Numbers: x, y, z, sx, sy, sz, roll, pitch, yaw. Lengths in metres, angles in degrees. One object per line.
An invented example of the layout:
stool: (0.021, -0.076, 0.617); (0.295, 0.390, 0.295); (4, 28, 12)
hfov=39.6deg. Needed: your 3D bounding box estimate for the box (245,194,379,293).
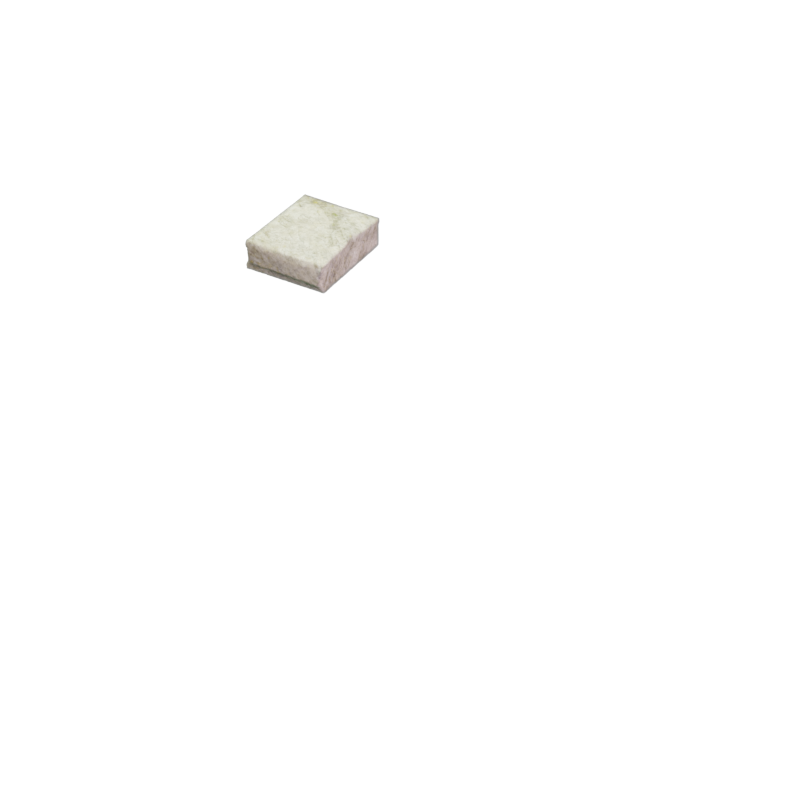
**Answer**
box: (-0.069, -0.127, 0.887); (0.077, 0.028, 0.091); (20, 41, 24)
